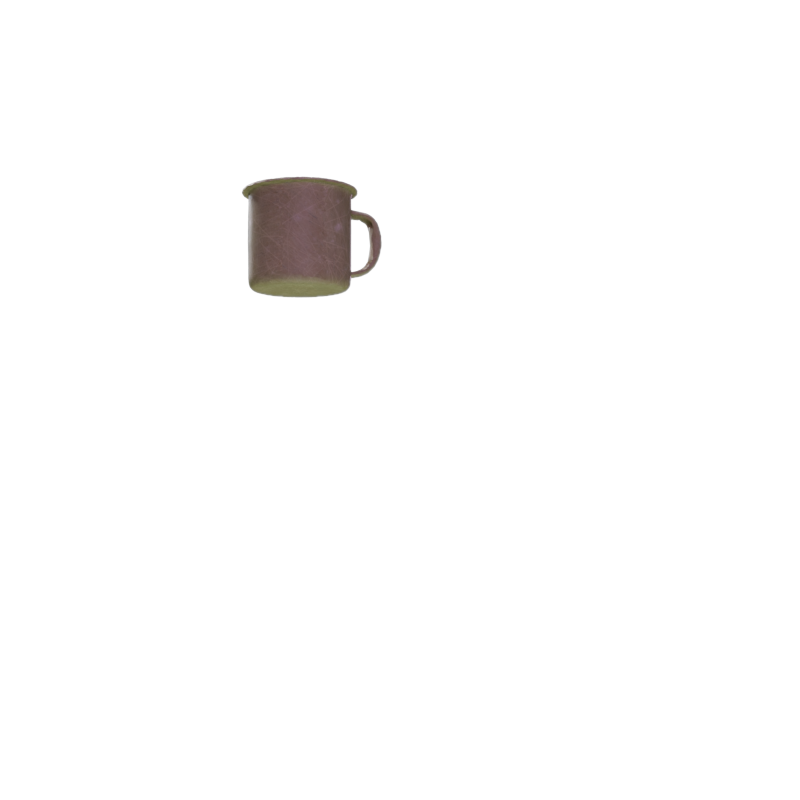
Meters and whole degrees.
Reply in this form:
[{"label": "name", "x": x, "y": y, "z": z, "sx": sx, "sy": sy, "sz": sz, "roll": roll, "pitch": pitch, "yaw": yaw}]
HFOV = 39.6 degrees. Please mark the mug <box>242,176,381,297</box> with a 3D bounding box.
[{"label": "mug", "x": -0.070, "y": -0.127, "z": 0.888, "sx": 0.113, "sy": 0.083, "sz": 0.094, "roll": 3, "pitch": -8, "yaw": -26}]
